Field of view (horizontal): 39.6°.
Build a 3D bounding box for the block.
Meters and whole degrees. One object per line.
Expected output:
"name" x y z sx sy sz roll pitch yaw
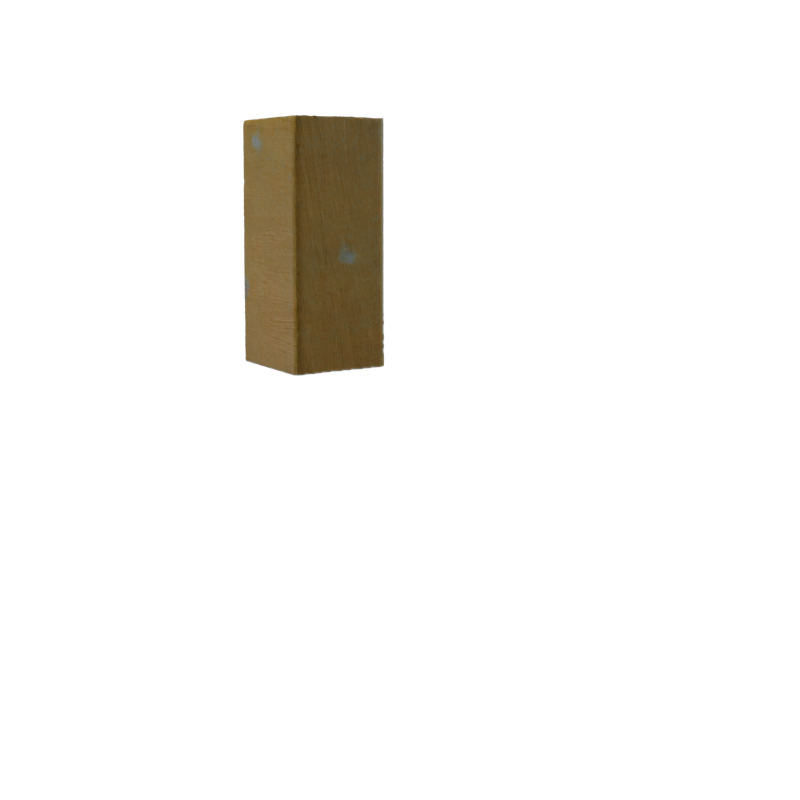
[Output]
"block" -0.074 -0.133 0.932 0.087 0.204 0.095 -3 6 -34
